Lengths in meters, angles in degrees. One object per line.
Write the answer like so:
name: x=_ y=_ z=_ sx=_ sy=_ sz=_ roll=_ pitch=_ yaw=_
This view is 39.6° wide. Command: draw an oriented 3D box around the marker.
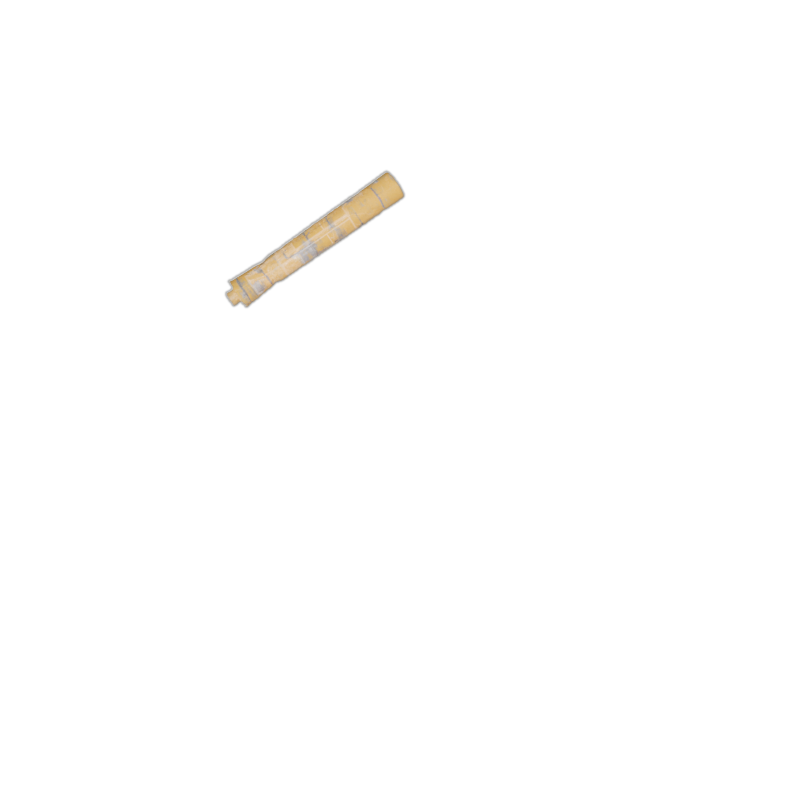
marker: x=-0.052 y=-0.094 z=0.658 sx=0.121 sy=0.020 sz=0.020 roll=-35 pitch=7 yaw=-3
